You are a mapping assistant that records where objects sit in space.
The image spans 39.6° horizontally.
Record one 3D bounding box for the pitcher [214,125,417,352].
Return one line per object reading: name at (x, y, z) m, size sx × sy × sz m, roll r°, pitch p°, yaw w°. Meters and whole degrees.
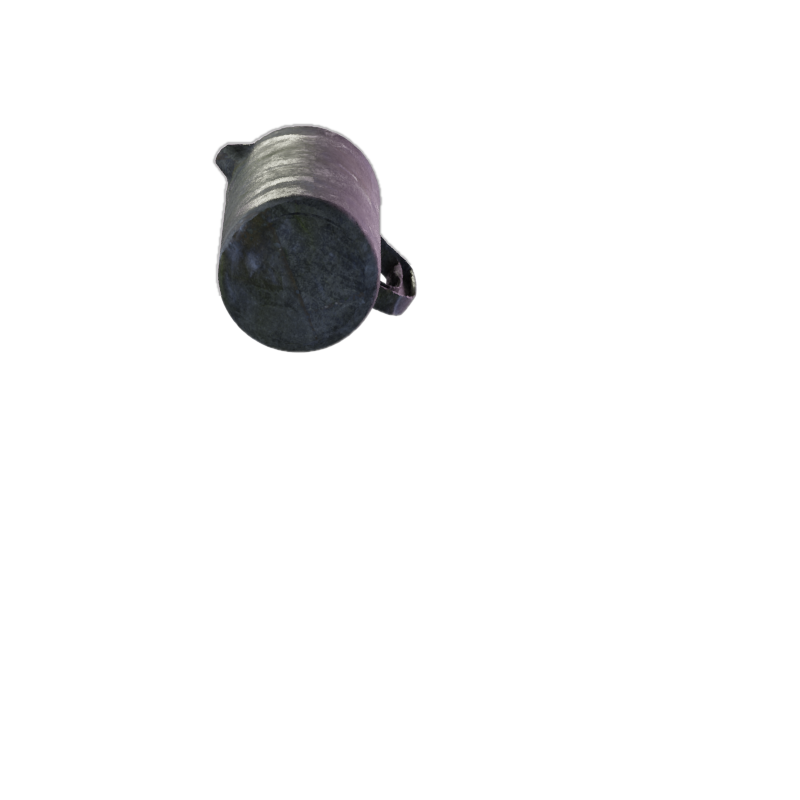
pitcher at (-0.066, -0.120, 0.837) m, size 0.149 × 0.139 × 0.254 m, roll -9°, pitch 21°, yaw 0°
